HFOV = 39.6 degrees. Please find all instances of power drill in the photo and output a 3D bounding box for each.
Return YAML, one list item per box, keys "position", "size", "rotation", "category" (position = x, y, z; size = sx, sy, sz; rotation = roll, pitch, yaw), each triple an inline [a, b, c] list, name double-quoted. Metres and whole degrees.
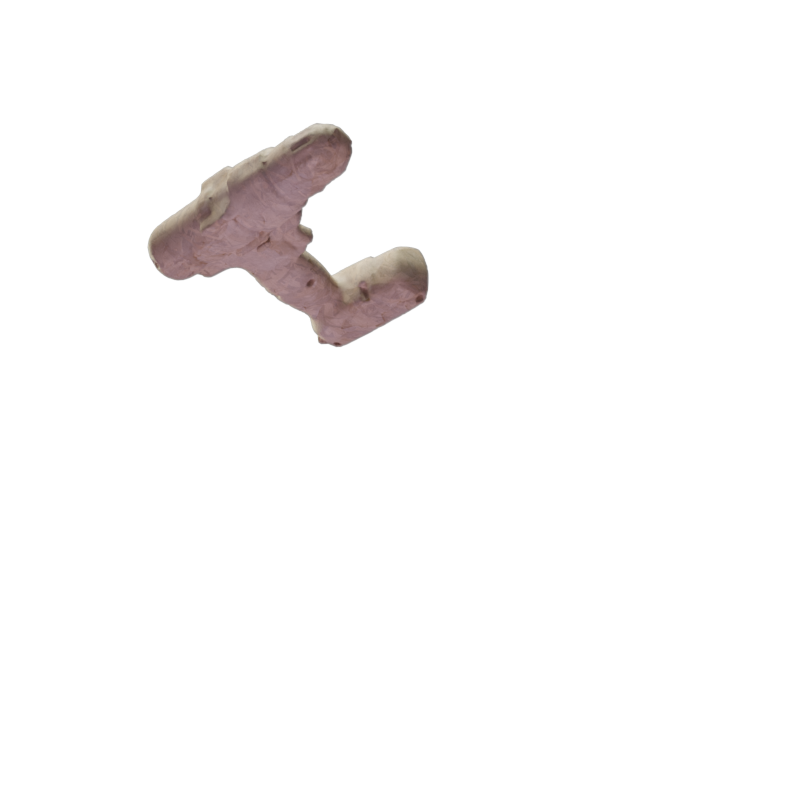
- position: [-0.064, -0.117, 0.822]
  size: [0.185, 0.061, 0.175]
  rotation: [-26, -40, 34]
  category: "power drill"
